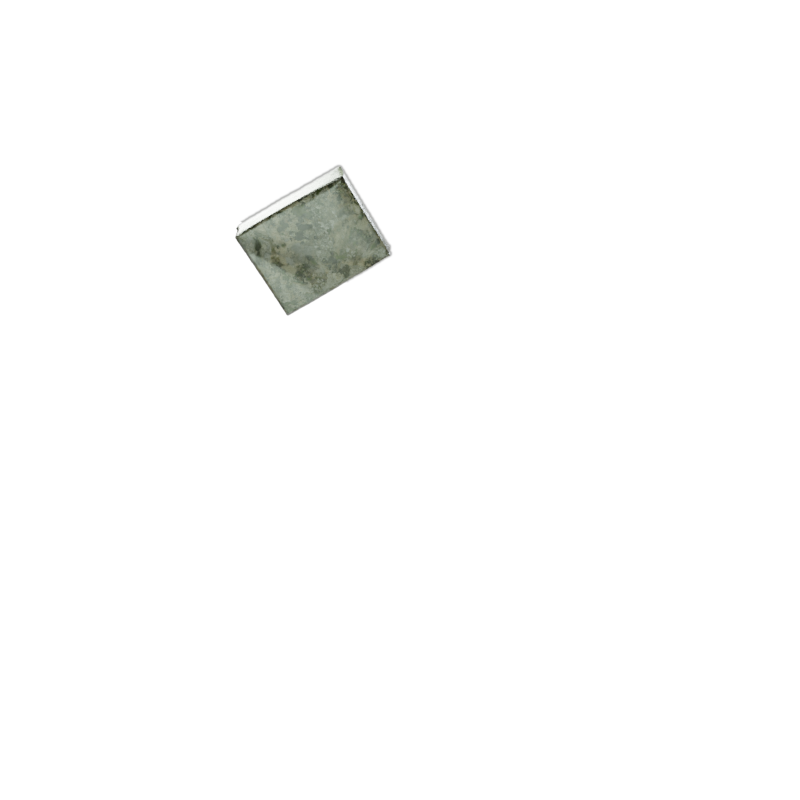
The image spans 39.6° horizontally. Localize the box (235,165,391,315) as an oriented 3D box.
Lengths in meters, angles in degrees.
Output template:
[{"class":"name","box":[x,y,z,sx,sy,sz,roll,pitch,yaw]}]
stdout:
[{"class":"box","box":[-0.078,-0.142,0.996,0.113,0.086,0.041,-28,18,9]}]
